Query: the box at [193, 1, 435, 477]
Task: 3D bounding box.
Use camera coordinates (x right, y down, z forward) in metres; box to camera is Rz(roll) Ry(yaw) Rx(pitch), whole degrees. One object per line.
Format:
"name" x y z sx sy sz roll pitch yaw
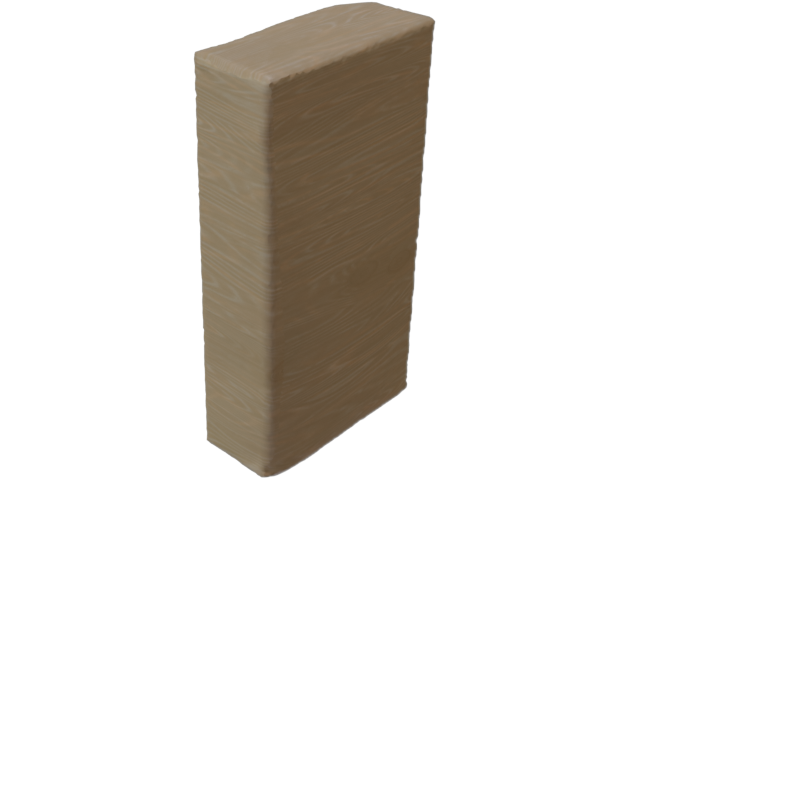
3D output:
"box" -0.035 -0.064 0.445 0.051 0.166 0.093 24 37 32
